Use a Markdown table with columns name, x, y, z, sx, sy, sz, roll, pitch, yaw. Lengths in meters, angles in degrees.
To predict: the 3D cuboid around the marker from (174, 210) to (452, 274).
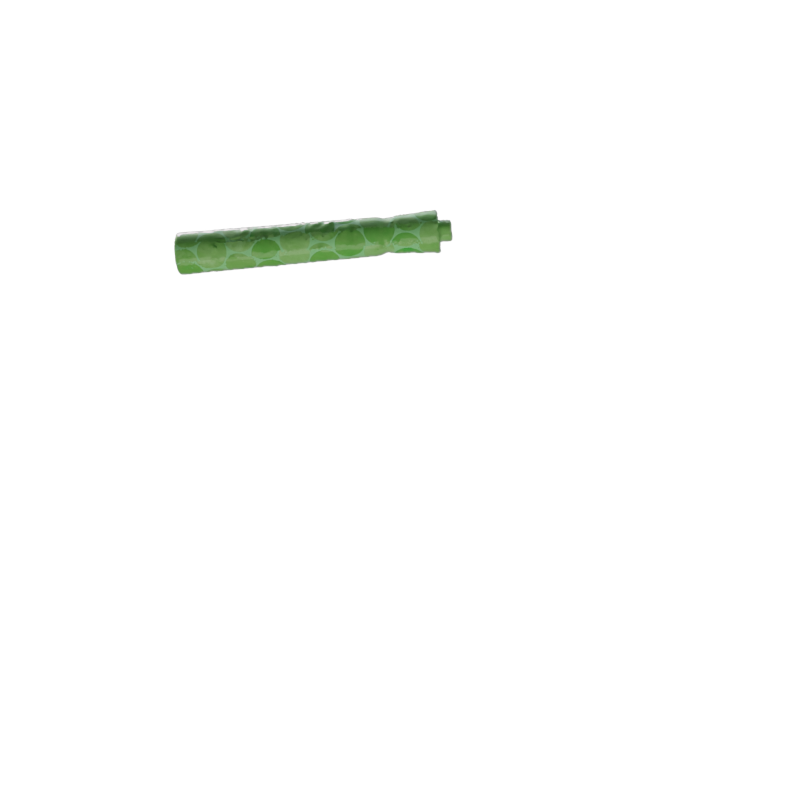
| name | x | y | z | sx | sy | sz | roll | pitch | yaw |
| --- | --- | --- | --- | --- | --- | --- | --- | --- | --- |
| marker | -0.038 | -0.069 | 0.487 | 0.122 | 0.020 | 0.020 | -4 | 4 | 6 |
